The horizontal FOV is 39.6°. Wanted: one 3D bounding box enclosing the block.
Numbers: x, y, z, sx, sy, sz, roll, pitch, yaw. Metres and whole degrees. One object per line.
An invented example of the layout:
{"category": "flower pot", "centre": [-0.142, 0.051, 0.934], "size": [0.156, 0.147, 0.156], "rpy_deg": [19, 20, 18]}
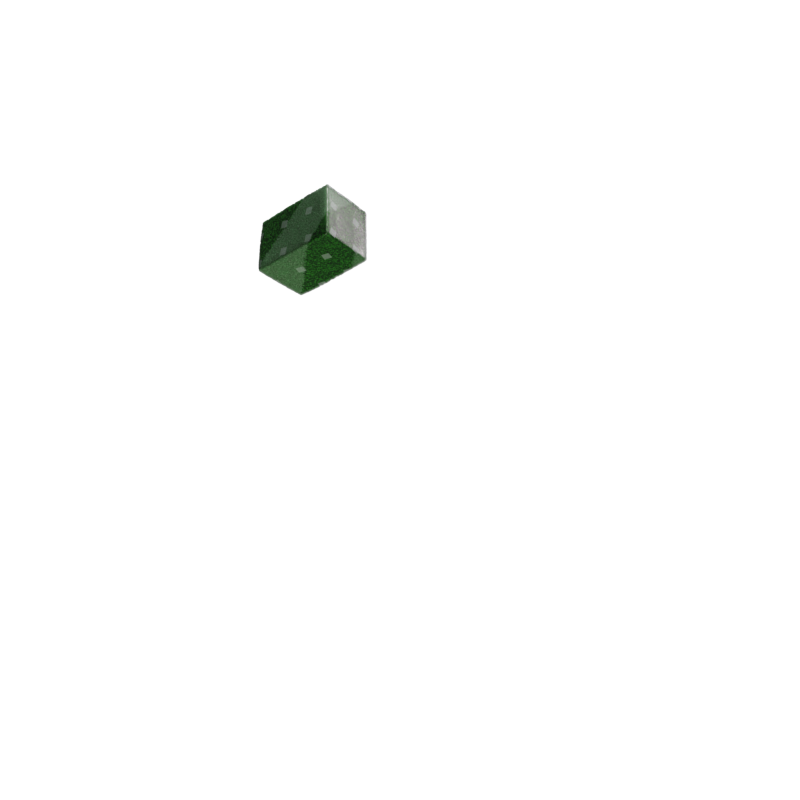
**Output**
{"category": "block", "centre": [-0.073, -0.133, 0.928], "size": [0.078, 0.055, 0.049], "rpy_deg": [-25, -40, 32]}
